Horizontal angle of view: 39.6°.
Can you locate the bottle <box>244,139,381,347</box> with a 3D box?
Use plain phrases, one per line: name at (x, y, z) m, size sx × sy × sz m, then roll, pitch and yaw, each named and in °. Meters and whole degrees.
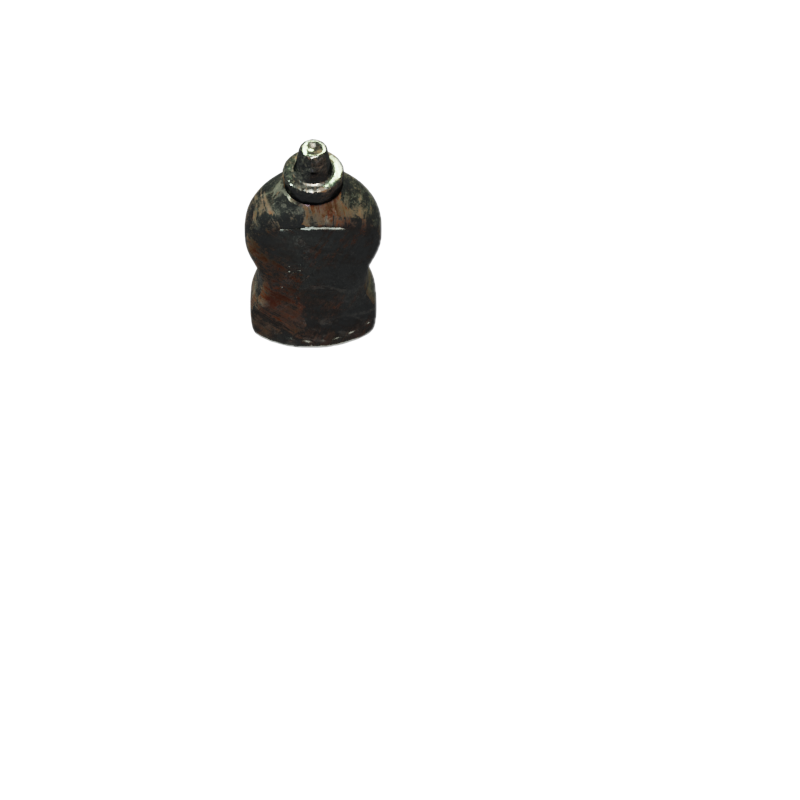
bottle at (-0.062, -0.113, 0.791) m, size 0.096 × 0.062 × 0.179 m, roll 2°, pitch -35°, yaw -2°
